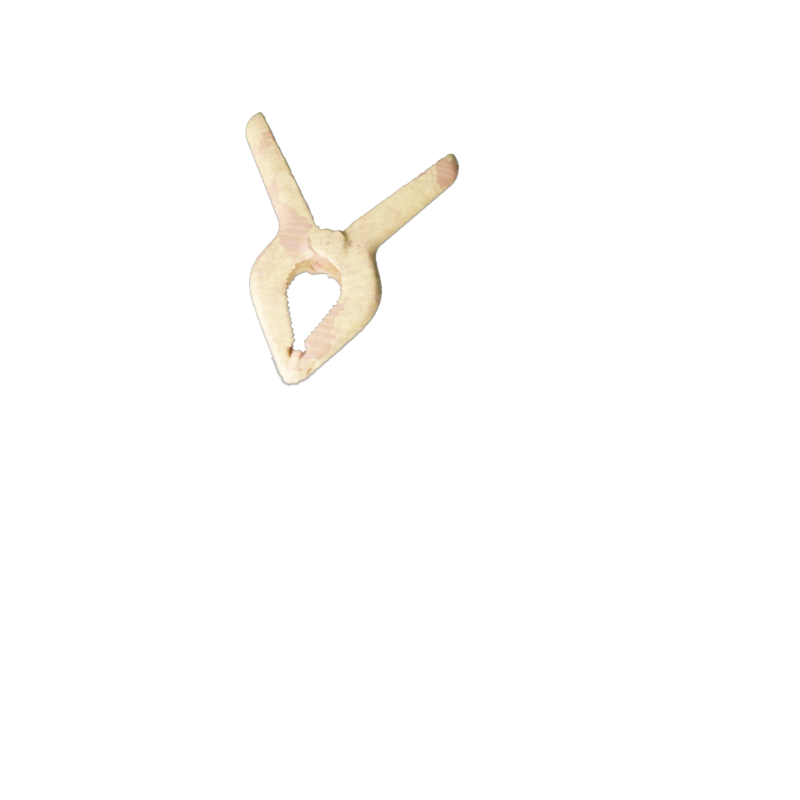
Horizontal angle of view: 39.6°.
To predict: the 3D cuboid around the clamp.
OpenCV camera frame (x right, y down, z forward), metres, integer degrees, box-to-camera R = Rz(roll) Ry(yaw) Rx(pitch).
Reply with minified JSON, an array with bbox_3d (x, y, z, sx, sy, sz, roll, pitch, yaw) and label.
[{"bbox_3d":[-0.063,-0.115,0.809,0.167,0.218,0.034,17,-24,8],"label":"clamp"}]
